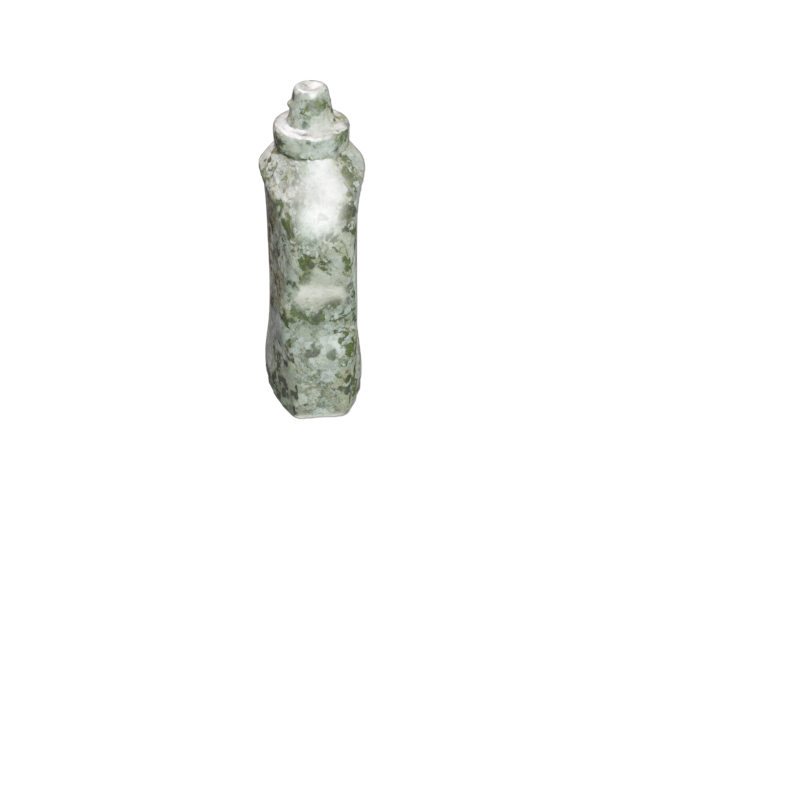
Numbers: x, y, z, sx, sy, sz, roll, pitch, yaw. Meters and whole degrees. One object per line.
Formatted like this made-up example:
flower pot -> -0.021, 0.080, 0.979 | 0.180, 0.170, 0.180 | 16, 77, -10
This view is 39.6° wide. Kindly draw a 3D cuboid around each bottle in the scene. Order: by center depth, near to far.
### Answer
bottle -> -0.050, -0.089, 0.627 | 0.058, 0.179, 0.103 | -2, 36, -7
